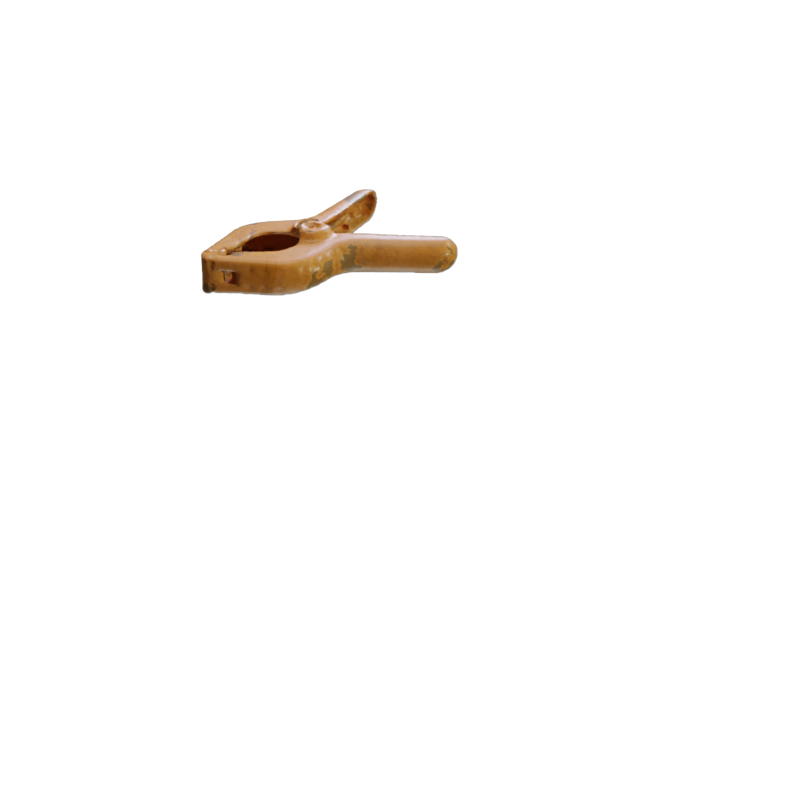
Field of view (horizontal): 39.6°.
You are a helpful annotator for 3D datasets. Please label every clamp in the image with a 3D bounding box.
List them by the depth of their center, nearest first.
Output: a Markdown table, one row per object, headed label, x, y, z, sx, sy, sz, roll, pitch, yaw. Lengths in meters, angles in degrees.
| label | x | y | z | sx | sy | sz | roll | pitch | yaw |
| --- | --- | --- | --- | --- | --- | --- | --- | --- | --- |
| clamp | -0.060 | -0.110 | 0.769 | 0.168 | 0.037 | 0.128 | -9 | 26 | -19 |
